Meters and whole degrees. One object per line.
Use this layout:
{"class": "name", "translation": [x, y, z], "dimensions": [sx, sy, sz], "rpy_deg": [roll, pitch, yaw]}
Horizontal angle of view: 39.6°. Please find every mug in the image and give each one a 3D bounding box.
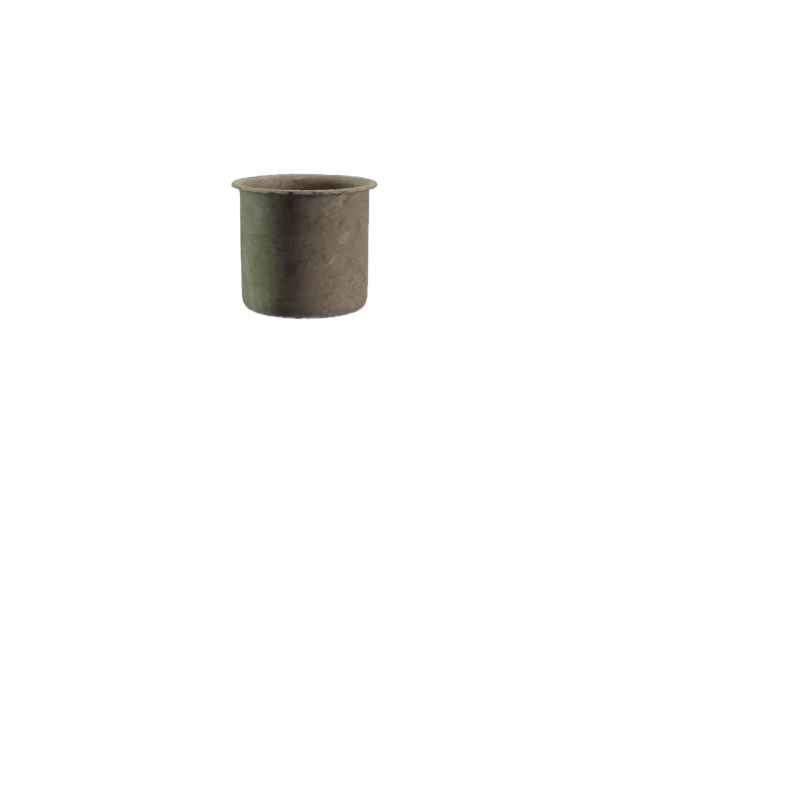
{"class": "mug", "translation": [-0.056, -0.103, 0.721], "dimensions": [0.097, 0.079, 0.117], "rpy_deg": [7, 17, 24]}
